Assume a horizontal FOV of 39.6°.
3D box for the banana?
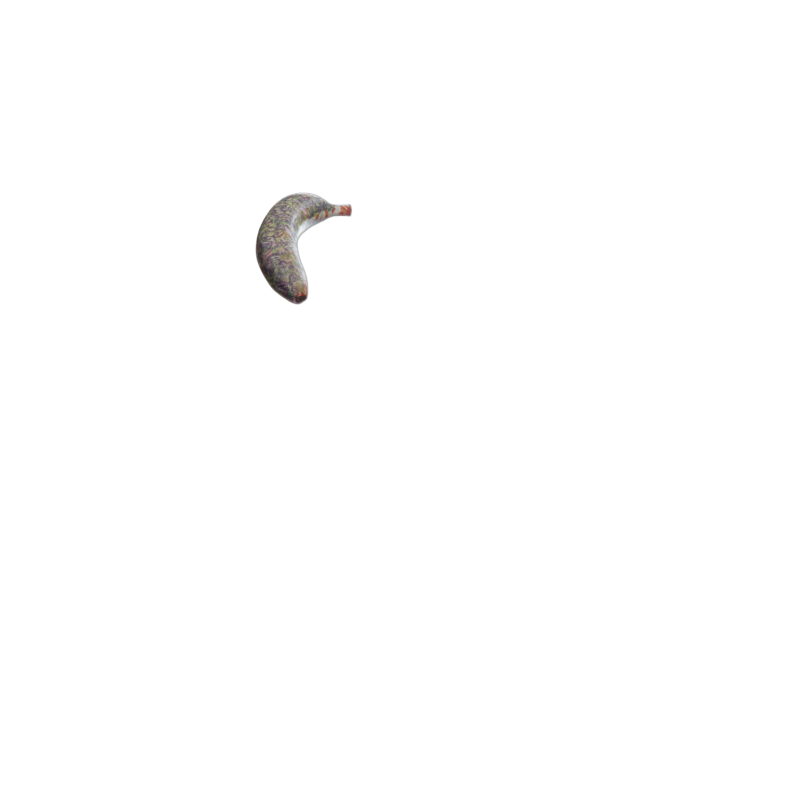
[{"bbox_3d":[-0.095,-0.146,0.999,0.071,0.034,0.207,6,33,8],"label":"banana"}]
